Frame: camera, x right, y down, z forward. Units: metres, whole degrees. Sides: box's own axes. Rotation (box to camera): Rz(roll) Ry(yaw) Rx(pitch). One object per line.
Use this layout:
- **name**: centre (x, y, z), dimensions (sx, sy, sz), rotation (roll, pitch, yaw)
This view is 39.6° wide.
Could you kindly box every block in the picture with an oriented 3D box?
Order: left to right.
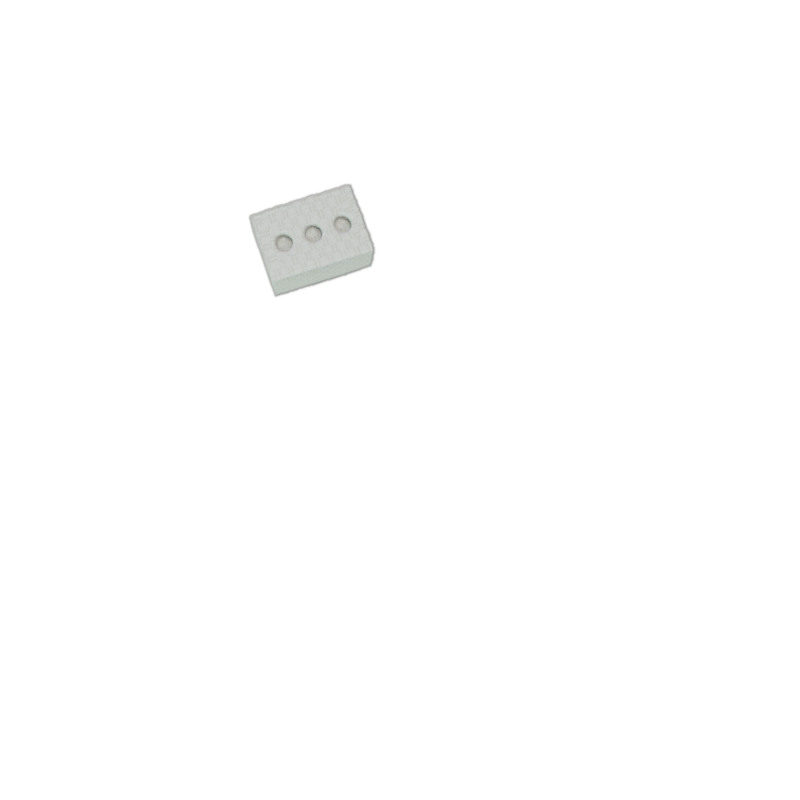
- **block**: centre (-0.063, -0.114, 0.802), dimensions (0.078, 0.055, 0.050), rotation (-19, -10, -5)
